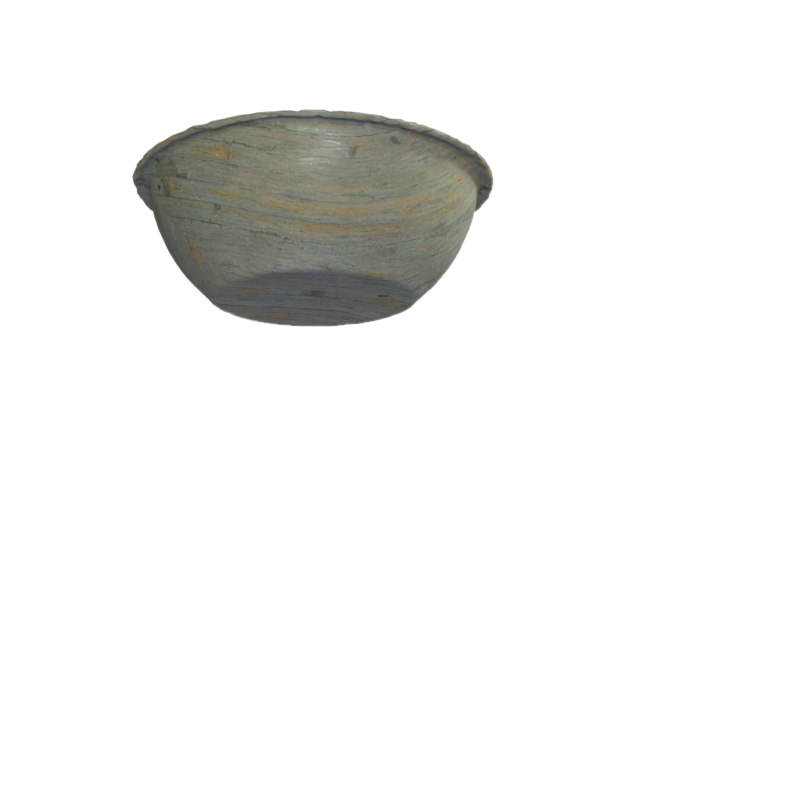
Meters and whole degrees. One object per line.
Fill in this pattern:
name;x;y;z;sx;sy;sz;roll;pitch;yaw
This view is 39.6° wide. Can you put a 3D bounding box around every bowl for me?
bowl;-0.039;-0.070;0.493;0.162;0.057;0.156;0;-13;-2
